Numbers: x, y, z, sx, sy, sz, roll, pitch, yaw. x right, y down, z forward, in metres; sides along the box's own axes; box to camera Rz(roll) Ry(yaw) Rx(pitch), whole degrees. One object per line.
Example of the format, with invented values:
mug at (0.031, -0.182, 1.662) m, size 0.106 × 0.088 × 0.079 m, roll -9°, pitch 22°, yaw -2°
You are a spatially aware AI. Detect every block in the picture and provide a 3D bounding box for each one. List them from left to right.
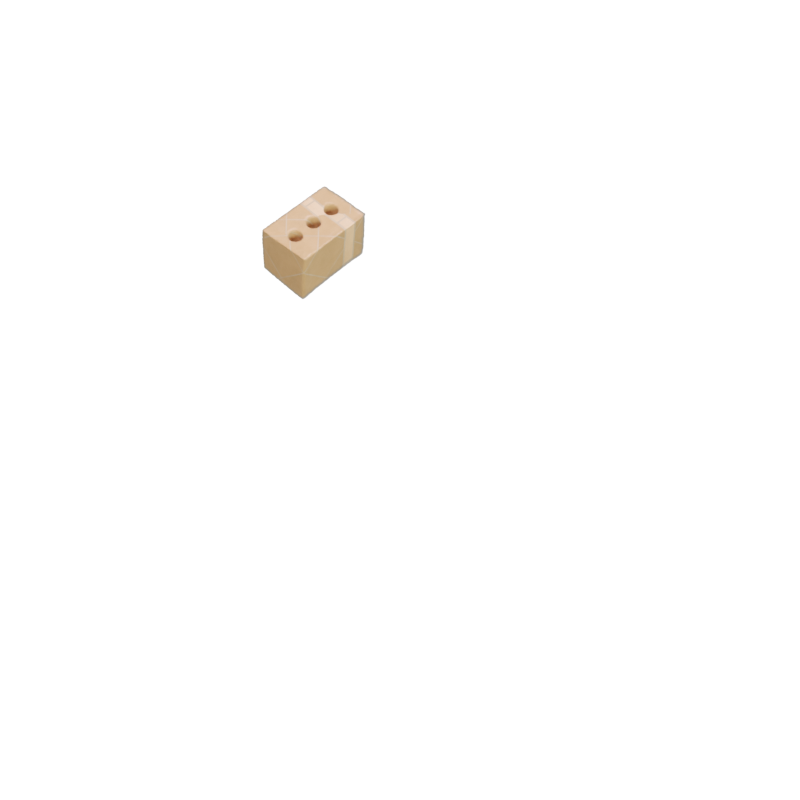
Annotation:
block at (-0.076, -0.139, 0.973) m, size 0.056 × 0.048 × 0.079 m, roll 36°, pitch 59°, yaw 23°
